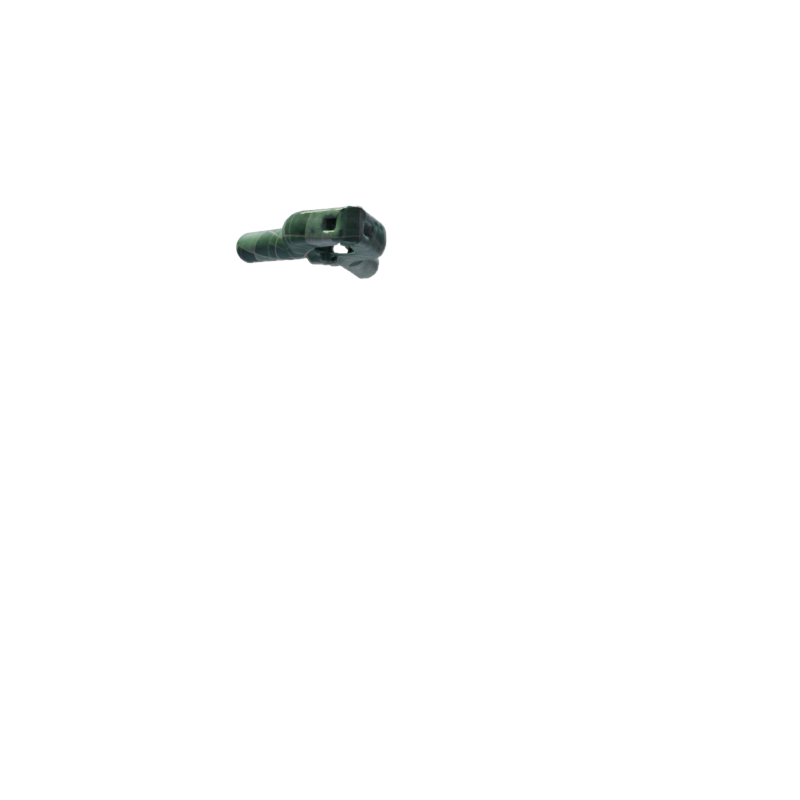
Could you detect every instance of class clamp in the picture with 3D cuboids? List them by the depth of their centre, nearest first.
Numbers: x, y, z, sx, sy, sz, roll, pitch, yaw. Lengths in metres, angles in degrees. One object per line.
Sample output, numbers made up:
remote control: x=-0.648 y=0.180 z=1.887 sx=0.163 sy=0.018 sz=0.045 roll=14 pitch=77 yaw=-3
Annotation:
clamp: x=-0.068 y=-0.123 z=0.862 sx=0.119 sy=0.040 sz=0.169 roll=1 pitch=-5 yaw=-7
